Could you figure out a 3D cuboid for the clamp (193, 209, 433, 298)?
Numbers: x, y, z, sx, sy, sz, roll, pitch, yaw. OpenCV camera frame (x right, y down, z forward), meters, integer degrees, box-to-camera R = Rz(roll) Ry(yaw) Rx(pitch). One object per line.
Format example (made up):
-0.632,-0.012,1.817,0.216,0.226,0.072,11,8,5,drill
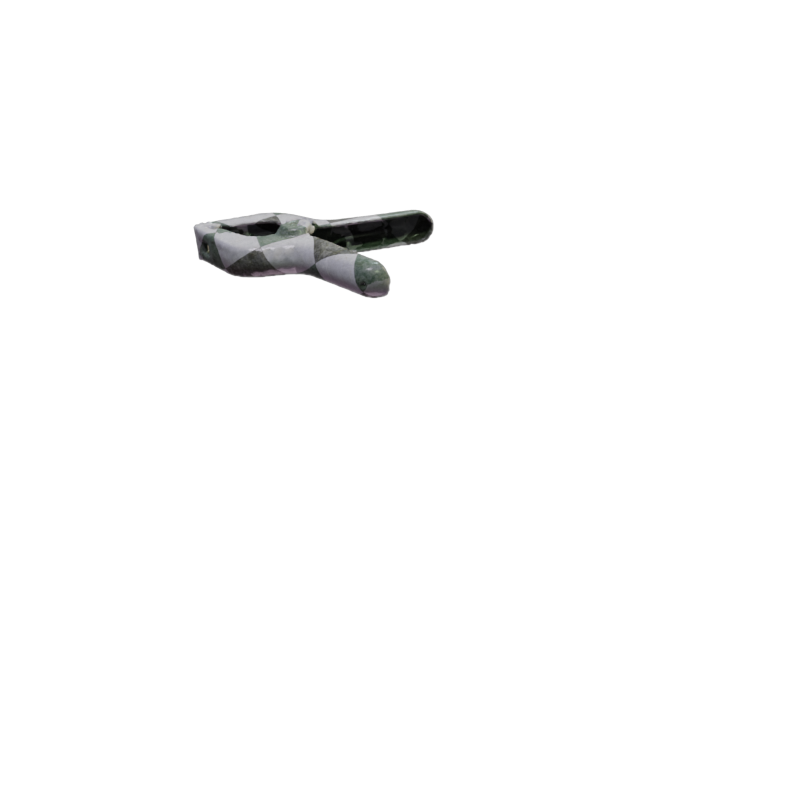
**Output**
-0.062,-0.114,0.795,0.179,0.037,0.121,12,26,26,clamp
